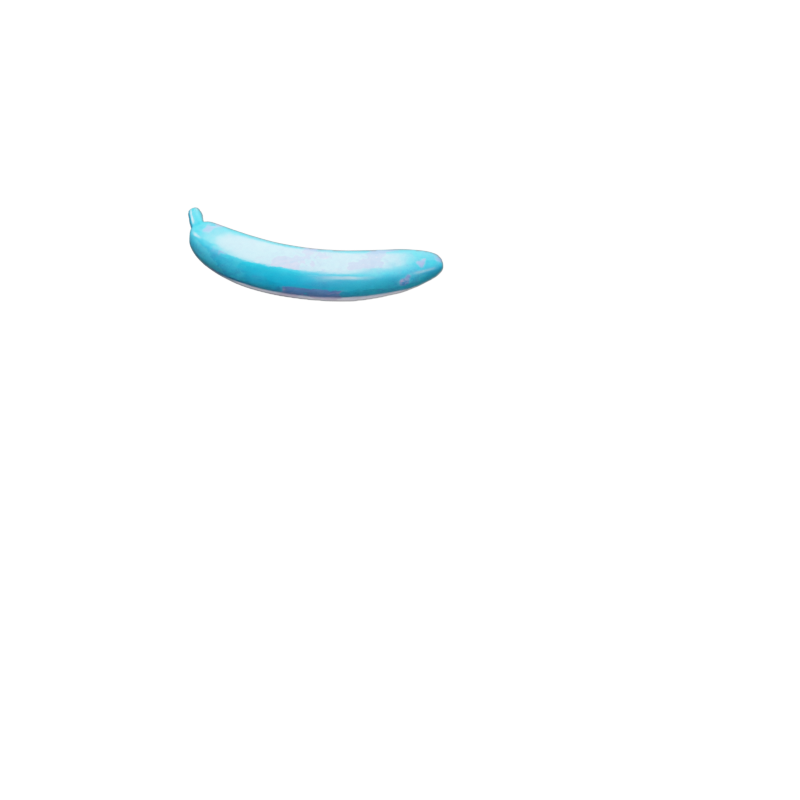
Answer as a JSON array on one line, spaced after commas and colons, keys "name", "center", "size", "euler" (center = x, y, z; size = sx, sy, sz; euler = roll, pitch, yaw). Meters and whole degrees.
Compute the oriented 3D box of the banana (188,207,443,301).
[{"name": "banana", "center": [-0.071, -0.101, 0.794], "size": [0.202, 0.073, 0.034], "euler": [14, -39, 11]}]
